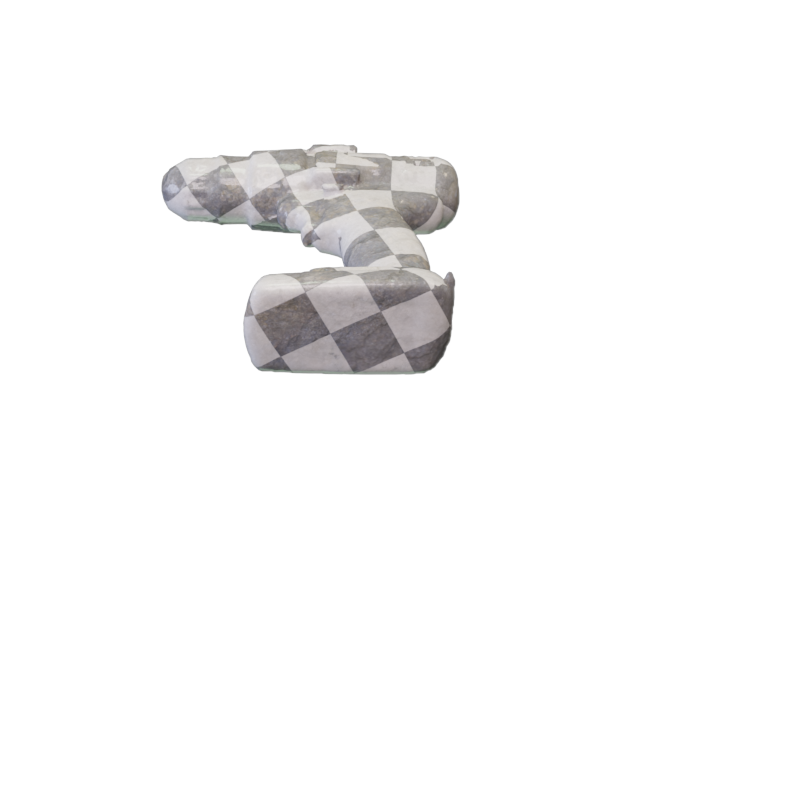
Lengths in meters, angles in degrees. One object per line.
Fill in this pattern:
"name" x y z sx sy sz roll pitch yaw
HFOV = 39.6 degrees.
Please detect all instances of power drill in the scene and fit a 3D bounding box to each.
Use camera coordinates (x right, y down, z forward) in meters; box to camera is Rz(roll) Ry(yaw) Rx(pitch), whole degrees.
"power drill" -0.049 -0.090 0.630 0.184 0.054 0.201 -2 35 -3
